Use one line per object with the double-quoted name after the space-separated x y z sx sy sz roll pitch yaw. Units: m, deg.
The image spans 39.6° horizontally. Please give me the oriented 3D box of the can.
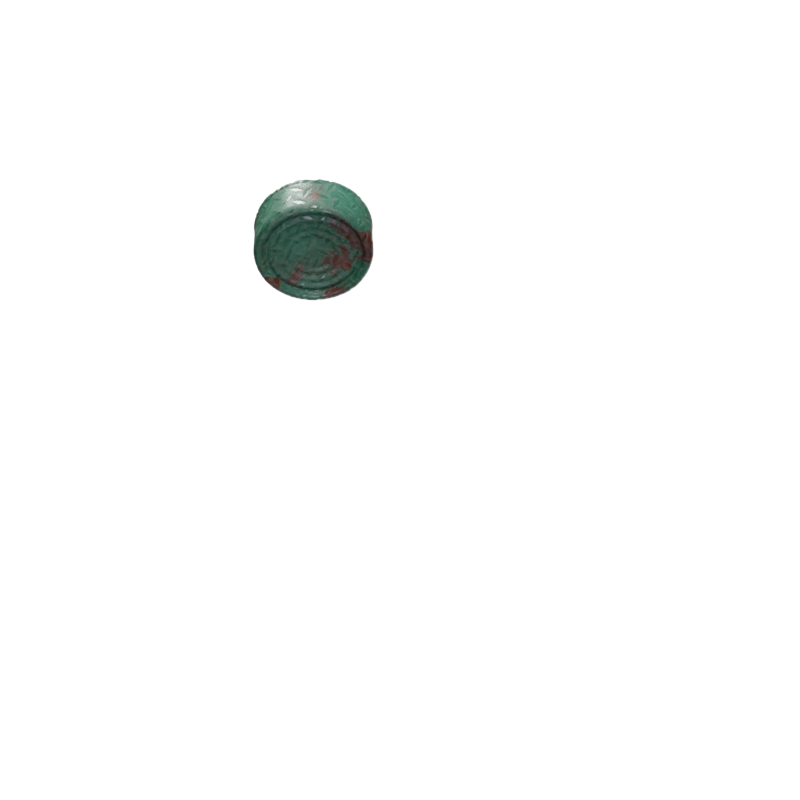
-0.062 -0.113 0.789 0.086 0.080 0.036 1 41 -1 "can"
